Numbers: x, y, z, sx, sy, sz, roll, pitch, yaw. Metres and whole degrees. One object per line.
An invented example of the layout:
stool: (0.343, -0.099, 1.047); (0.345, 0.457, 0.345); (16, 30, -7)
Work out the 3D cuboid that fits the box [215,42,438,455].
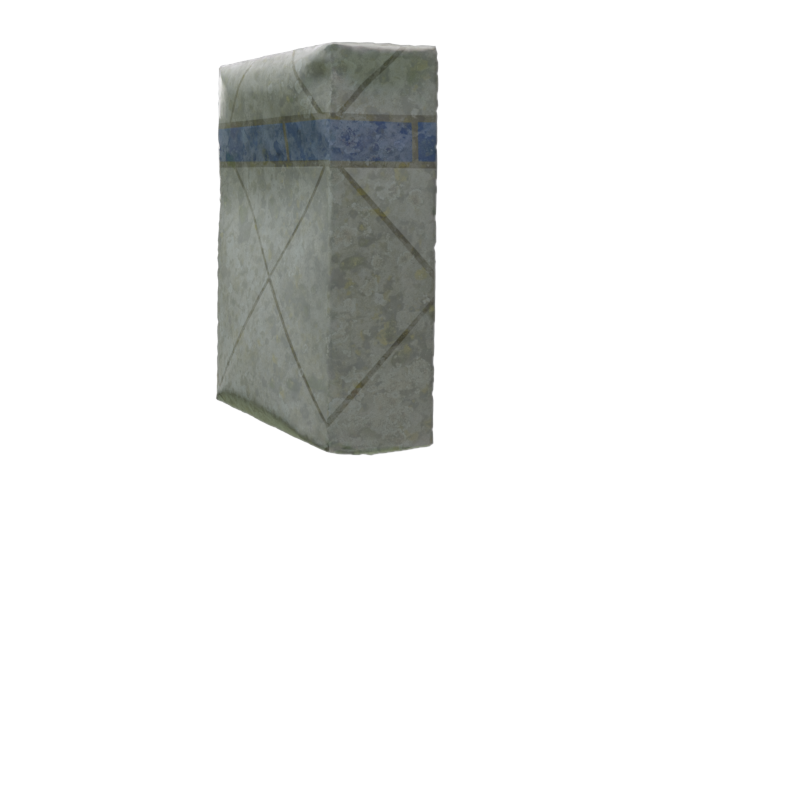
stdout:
box: (-0.050, -0.091, 0.638); (0.070, 0.211, 0.171); (-2, 8, -29)
